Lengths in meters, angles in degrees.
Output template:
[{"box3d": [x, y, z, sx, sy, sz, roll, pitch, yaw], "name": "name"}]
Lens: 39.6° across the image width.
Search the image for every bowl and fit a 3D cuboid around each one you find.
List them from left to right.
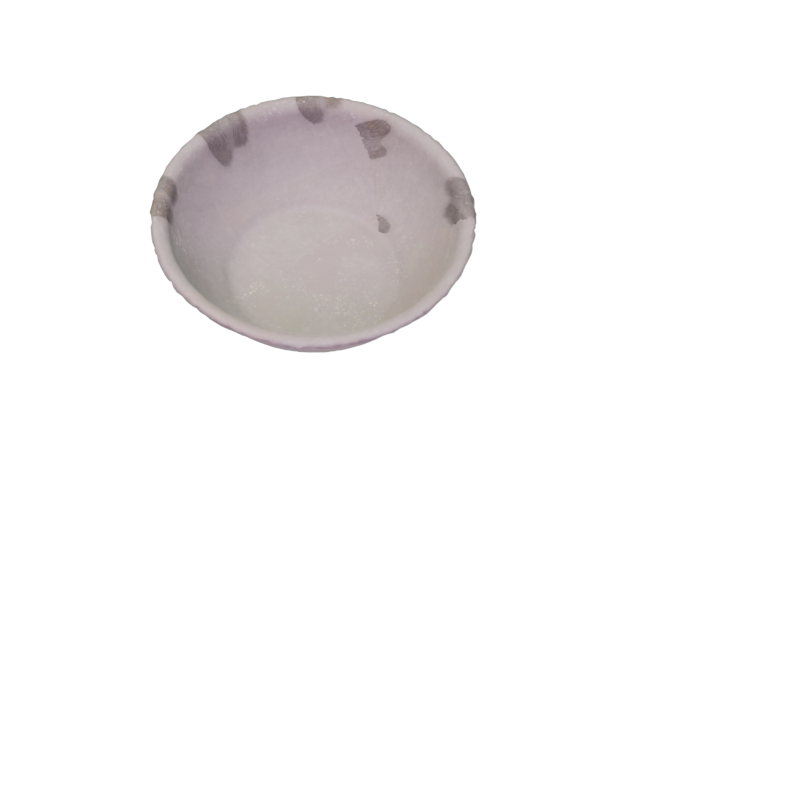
[{"box3d": [-0.045, -0.081, 0.570, 0.162, 0.173, 0.051, -1, -35, -1], "name": "bowl"}]
